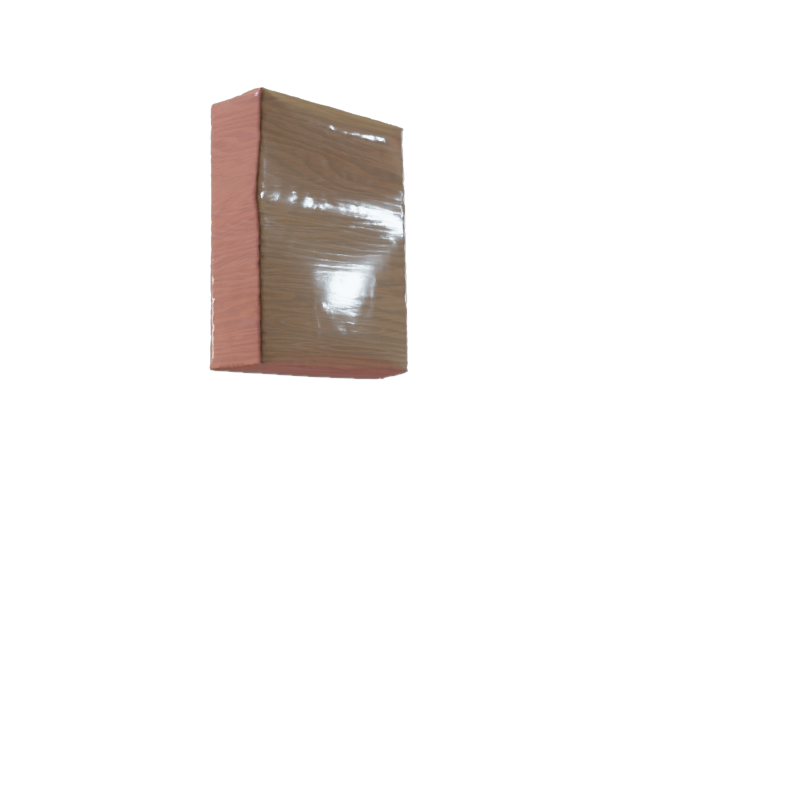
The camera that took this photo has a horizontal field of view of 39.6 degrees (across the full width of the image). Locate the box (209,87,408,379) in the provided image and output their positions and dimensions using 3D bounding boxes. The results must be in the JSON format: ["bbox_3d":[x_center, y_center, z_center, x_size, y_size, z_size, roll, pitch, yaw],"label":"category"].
[{"bbox_3d":[-0.070,-0.127,0.891,0.156,0.219,0.074,7,-13,-44],"label":"box"}]
